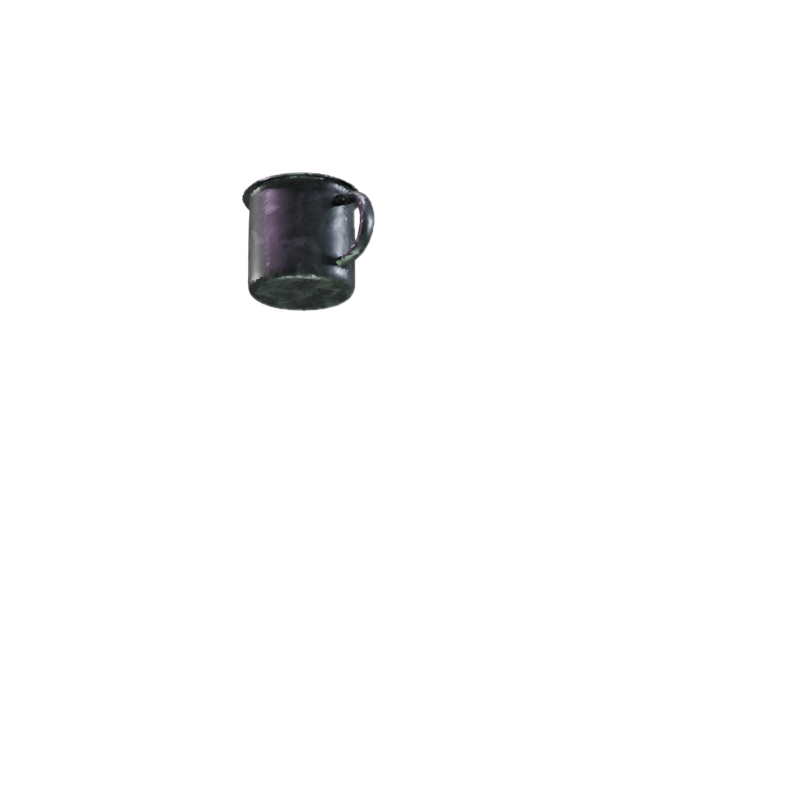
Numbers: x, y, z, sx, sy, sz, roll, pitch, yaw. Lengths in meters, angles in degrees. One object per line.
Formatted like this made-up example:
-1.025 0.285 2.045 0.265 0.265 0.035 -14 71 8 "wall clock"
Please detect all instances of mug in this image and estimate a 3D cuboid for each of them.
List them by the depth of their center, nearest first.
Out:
-0.066 -0.120 0.843 0.119 0.085 0.087 -14 -23 37 "mug"
